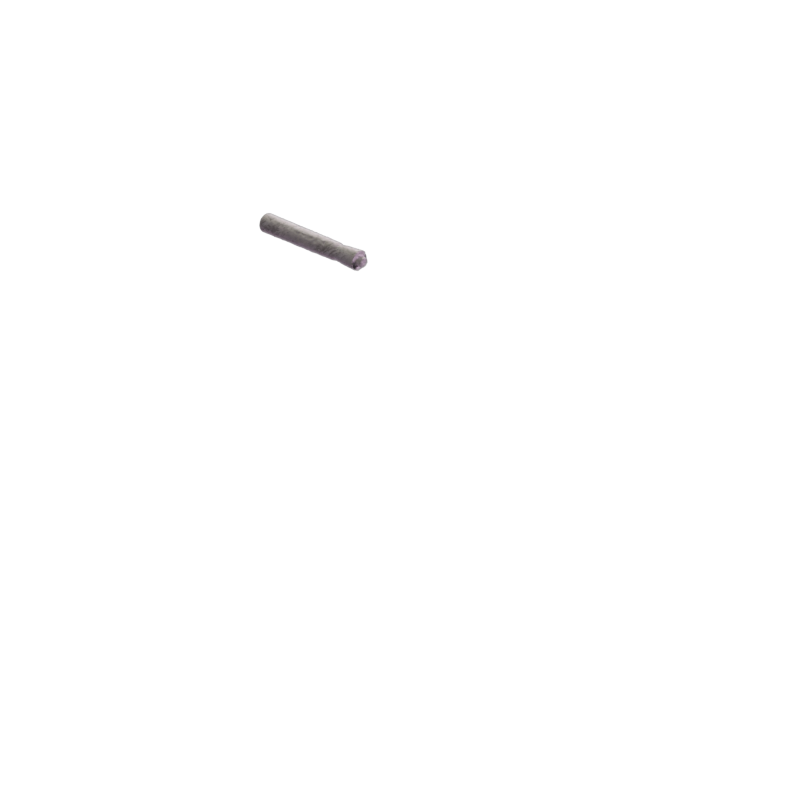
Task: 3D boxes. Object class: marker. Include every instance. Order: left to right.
[{"bbox_3d":[-0.077,-0.141,0.984,0.129,0.019,0.019,27,19,36],"label":"marker"}]
